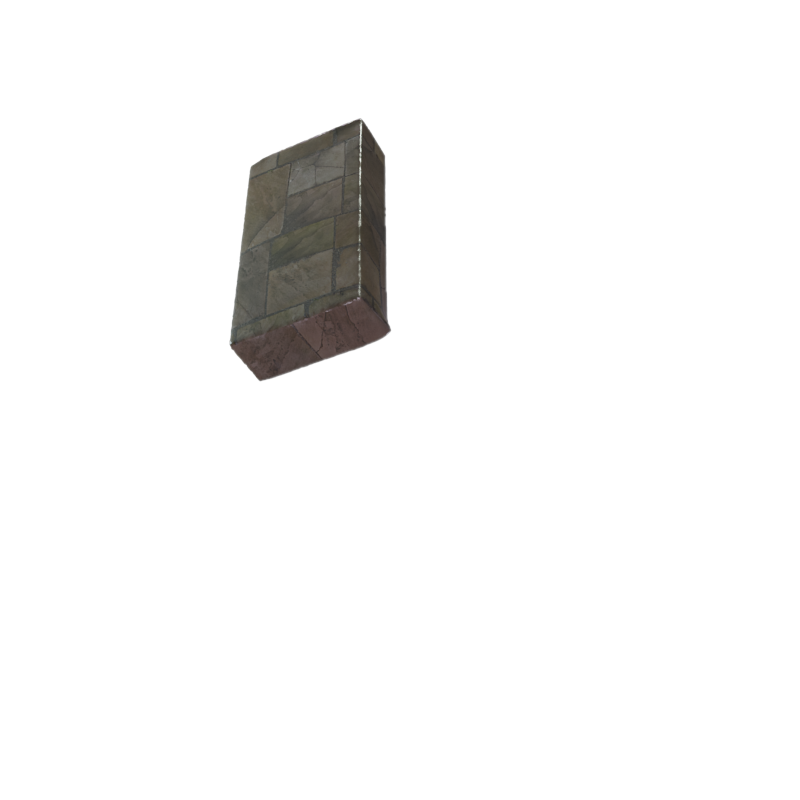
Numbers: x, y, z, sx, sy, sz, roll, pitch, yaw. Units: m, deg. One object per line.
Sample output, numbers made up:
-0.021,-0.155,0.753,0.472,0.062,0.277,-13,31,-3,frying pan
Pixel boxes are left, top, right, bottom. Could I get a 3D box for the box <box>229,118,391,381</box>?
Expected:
-0.057,-0.103,0.723,0.094,0.189,0.044,-20,-44,18,box
